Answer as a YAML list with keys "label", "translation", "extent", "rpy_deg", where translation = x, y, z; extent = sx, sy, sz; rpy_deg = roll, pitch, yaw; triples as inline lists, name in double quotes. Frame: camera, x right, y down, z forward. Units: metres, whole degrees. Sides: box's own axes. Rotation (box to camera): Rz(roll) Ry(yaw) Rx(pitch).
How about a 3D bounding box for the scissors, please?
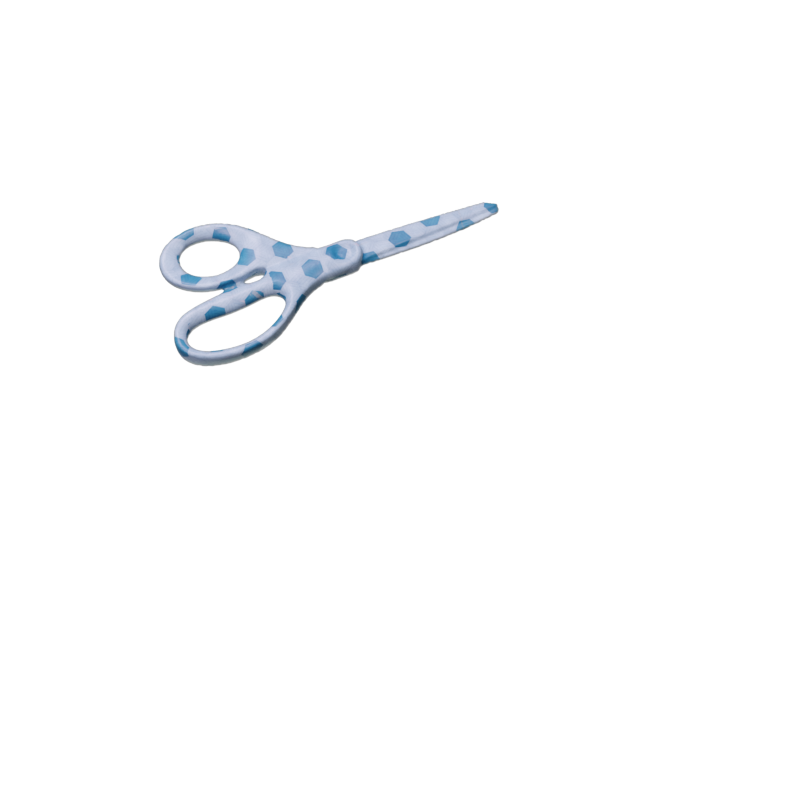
- label: "scissors"
  translation: [-0.050, -0.090, 0.634]
  extent: [0.202, 0.102, 0.015]
  rpy_deg: [-35, -27, -20]
